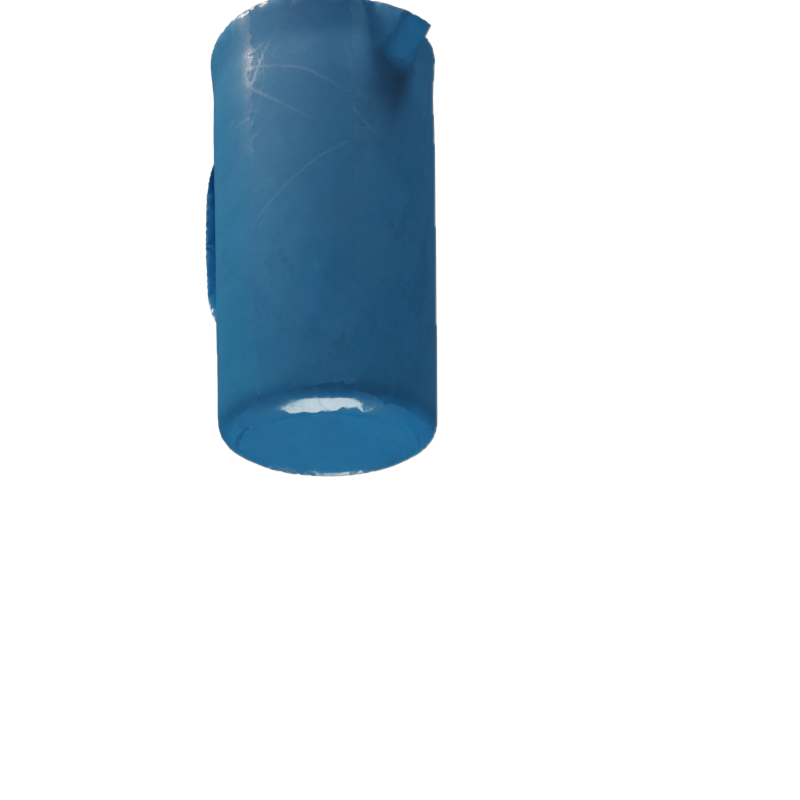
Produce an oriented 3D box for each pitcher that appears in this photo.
[{"bbox_3d":[-0.048,-0.087,0.607,0.145,0.258,0.140,-3,-28,2],"label":"pitcher"}]
